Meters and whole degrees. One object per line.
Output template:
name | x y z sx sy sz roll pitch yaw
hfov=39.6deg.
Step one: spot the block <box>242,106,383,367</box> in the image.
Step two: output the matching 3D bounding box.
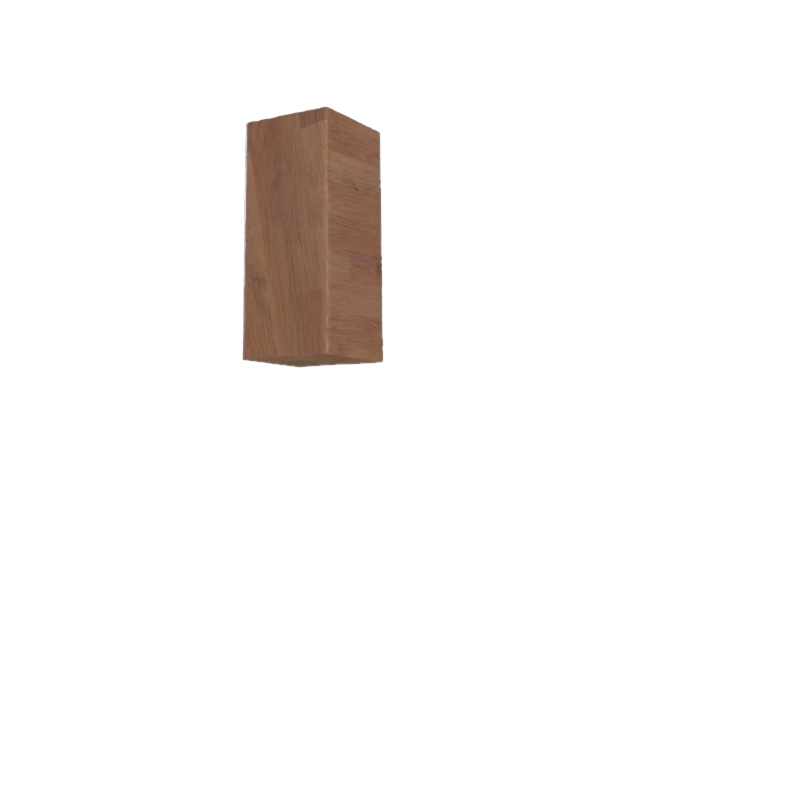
block | -0.075 -0.137 0.958 0.093 0.212 0.086 -7 -12 31
